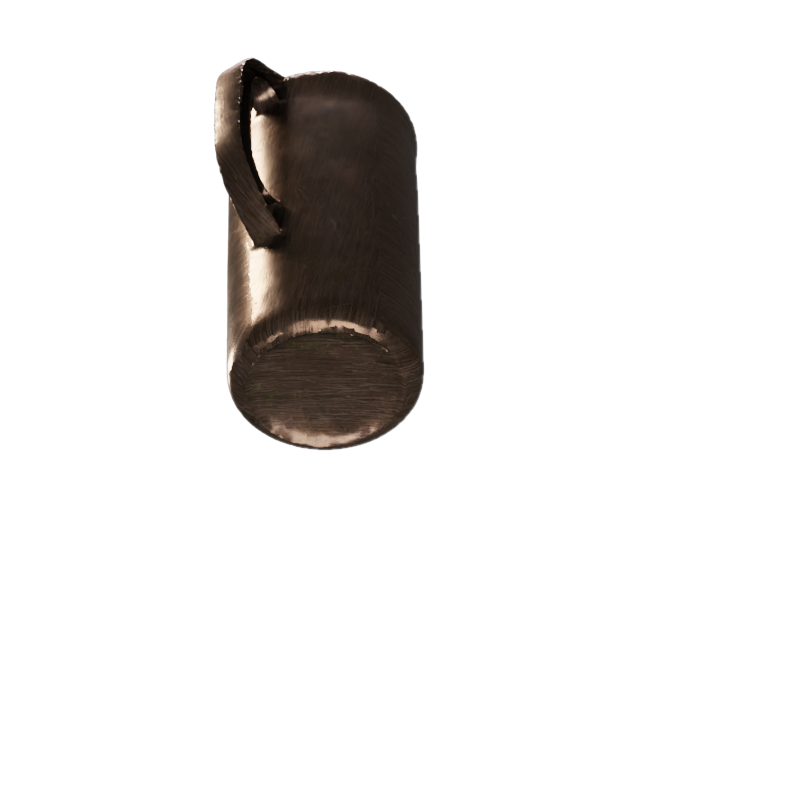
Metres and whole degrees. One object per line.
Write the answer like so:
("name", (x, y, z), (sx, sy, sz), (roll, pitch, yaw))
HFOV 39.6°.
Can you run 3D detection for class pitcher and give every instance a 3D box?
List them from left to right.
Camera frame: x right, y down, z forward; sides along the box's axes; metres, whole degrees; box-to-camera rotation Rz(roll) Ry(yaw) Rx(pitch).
("pitcher", (-0.054, -0.098, 0.687), (0.147, 0.137, 0.261), (8, 41, -11))
